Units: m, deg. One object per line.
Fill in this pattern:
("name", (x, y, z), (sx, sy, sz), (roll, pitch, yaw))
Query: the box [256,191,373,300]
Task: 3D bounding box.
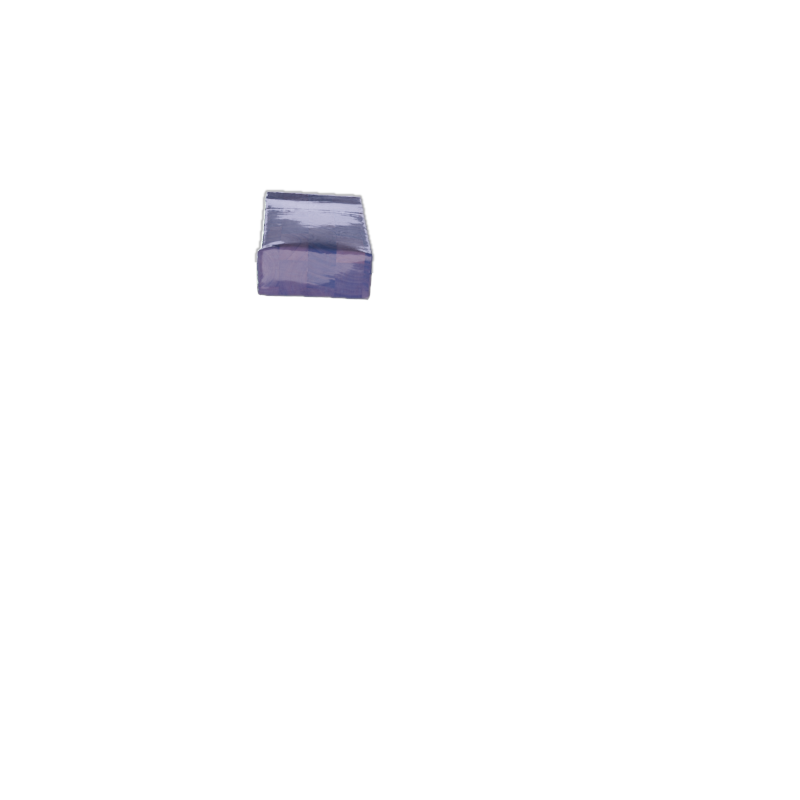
("box", (-0.075, -0.137, 0.961), (0.093, 0.046, 0.184), (2, 22, -4))
